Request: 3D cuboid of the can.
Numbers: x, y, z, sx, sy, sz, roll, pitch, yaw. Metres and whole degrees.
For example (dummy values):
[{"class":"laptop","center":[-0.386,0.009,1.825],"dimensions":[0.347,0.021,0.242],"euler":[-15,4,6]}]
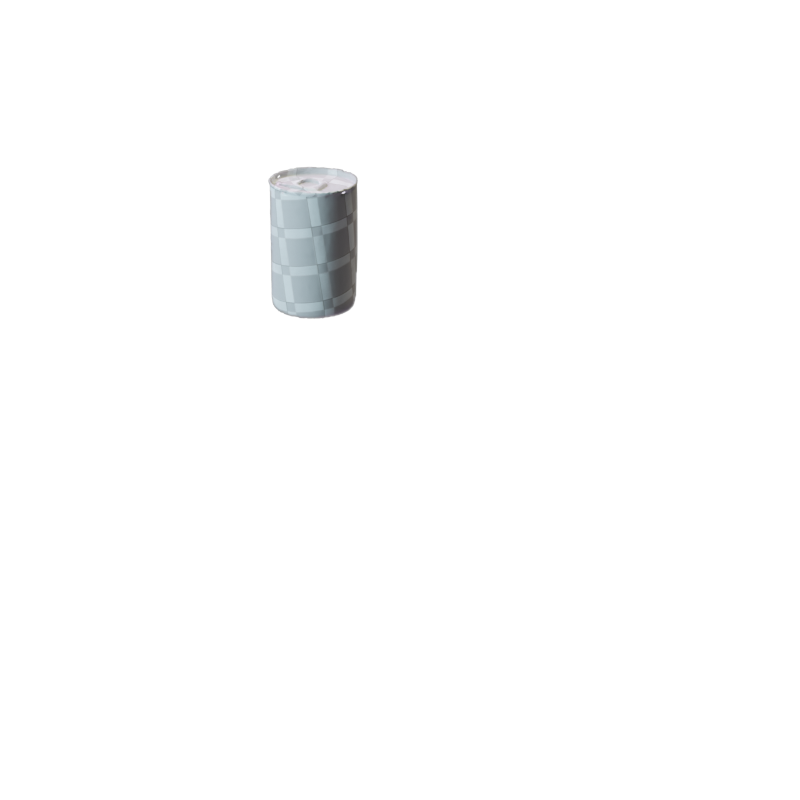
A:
[{"class":"can","center":[-0.067,-0.122,0.858],"dimensions":[0.068,0.097,0.072],"euler":[0,23,-2]}]
